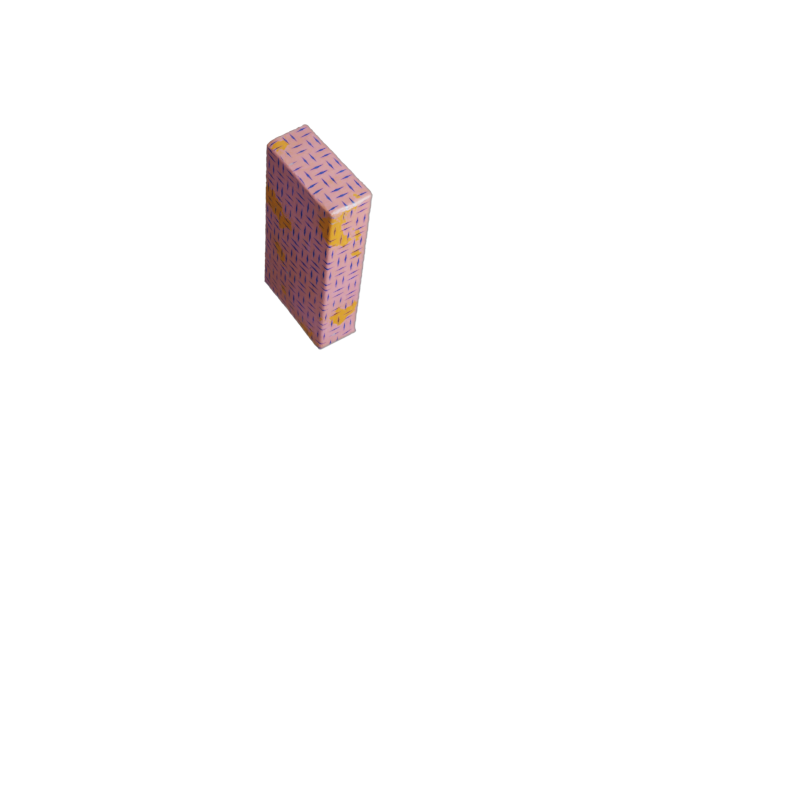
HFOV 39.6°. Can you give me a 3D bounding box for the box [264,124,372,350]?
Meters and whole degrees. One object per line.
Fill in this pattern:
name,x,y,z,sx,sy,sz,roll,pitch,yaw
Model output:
box,-0.071,-0.129,0.904,0.048,0.100,0.165,-28,-29,-21
